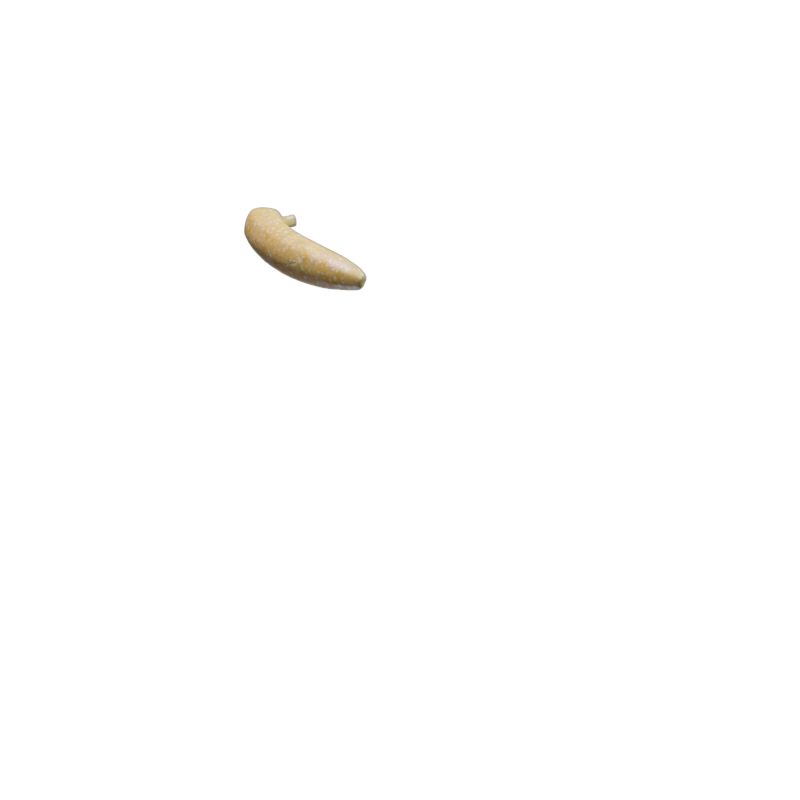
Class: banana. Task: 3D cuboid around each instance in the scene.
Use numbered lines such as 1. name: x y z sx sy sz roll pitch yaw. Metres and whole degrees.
1. banana: -0.096 -0.139 0.981 0.068 0.035 0.212 -9 28 -19
